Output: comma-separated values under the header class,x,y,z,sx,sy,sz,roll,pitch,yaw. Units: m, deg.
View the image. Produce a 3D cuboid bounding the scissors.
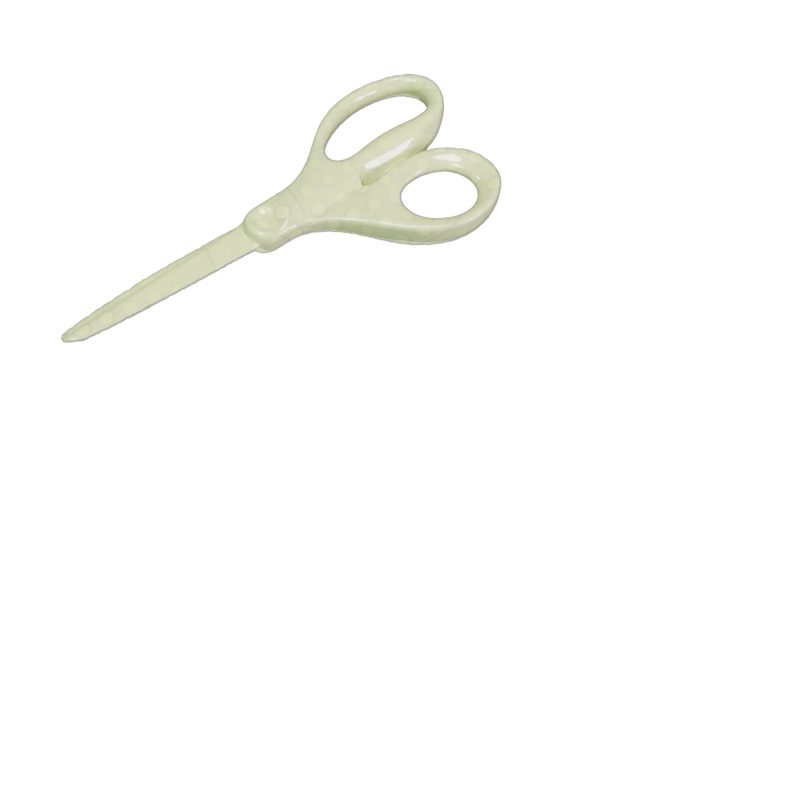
class,x,y,z,sx,sy,sz,roll,pitch,yaw
scissors,-0.037,-0.067,0.467,0.101,0.205,0.015,33,-26,18
